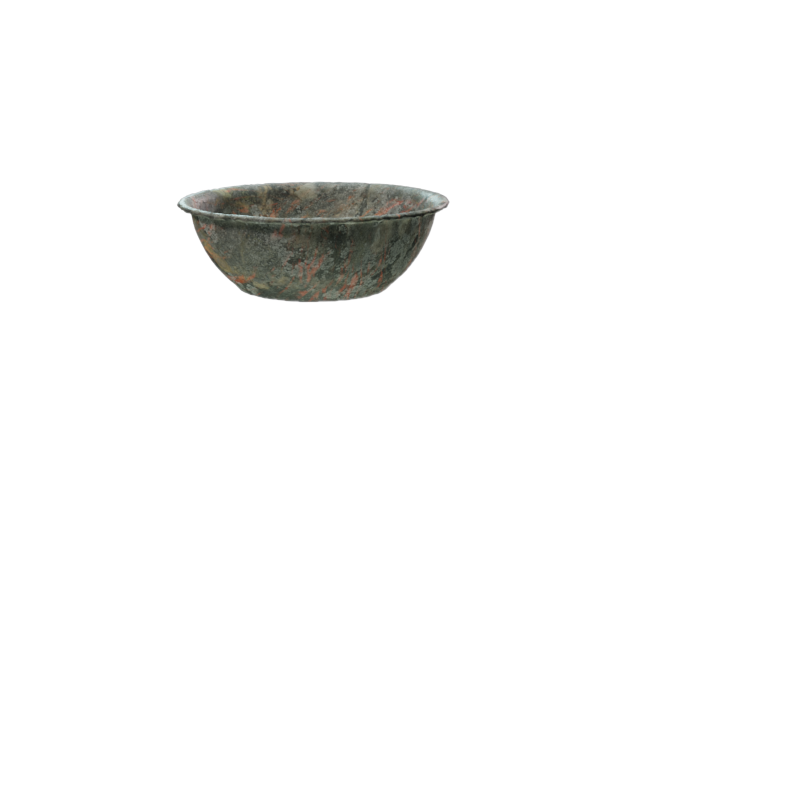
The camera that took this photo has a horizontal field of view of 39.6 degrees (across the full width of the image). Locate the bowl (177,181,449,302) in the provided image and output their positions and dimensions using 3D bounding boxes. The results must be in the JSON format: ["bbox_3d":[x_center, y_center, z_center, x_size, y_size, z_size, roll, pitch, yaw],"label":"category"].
[{"bbox_3d":[-0.052,-0.095,0.669,0.162,0.053,0.168,-1,17,-2],"label":"bowl"}]
